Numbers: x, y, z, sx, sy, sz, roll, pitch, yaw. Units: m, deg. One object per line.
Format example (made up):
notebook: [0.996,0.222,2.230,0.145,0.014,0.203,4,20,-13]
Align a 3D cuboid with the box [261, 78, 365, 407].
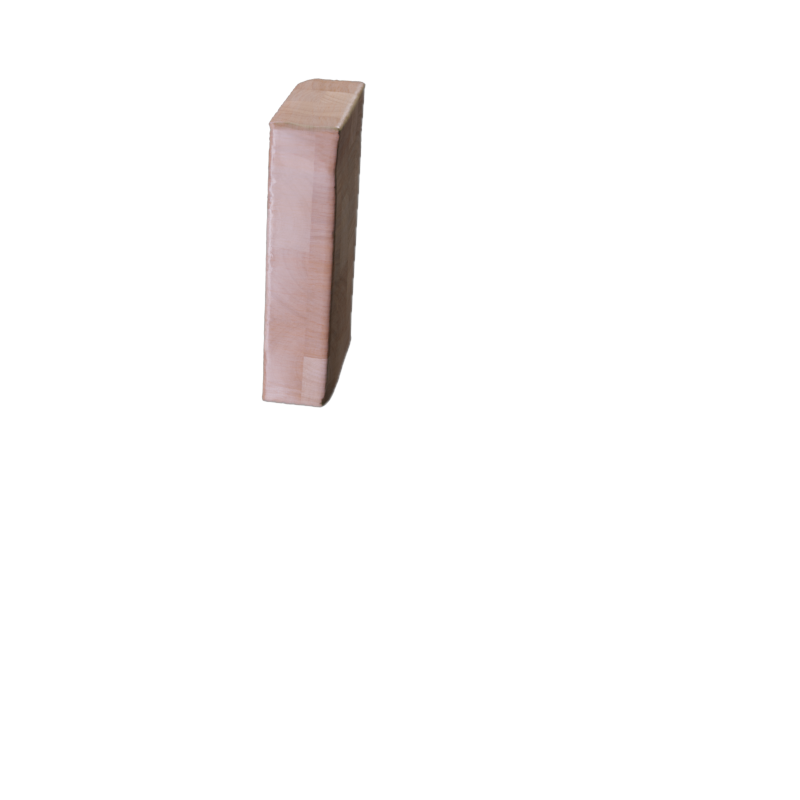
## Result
box: [-0.052,-0.094,0.658,0.049,0.167,0.097,5,26,6]
